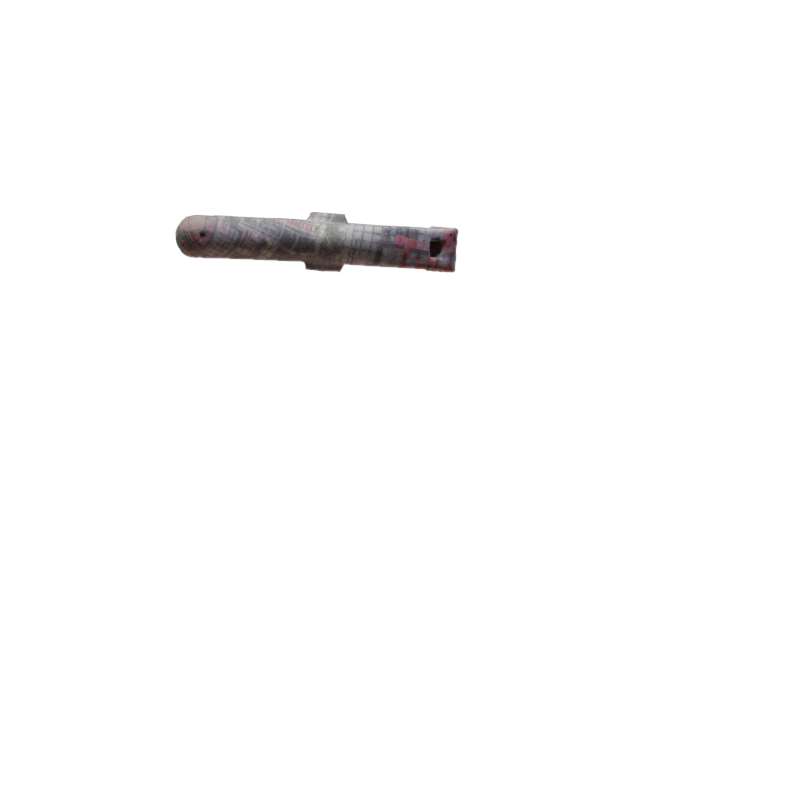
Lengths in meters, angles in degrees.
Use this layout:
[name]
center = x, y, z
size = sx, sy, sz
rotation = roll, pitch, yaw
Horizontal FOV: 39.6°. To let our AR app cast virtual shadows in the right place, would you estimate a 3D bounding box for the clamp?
[clamp]
center = -0.053, -0.096, 0.674
size = 0.174, 0.038, 0.121
rotation = 2, 14, 9
